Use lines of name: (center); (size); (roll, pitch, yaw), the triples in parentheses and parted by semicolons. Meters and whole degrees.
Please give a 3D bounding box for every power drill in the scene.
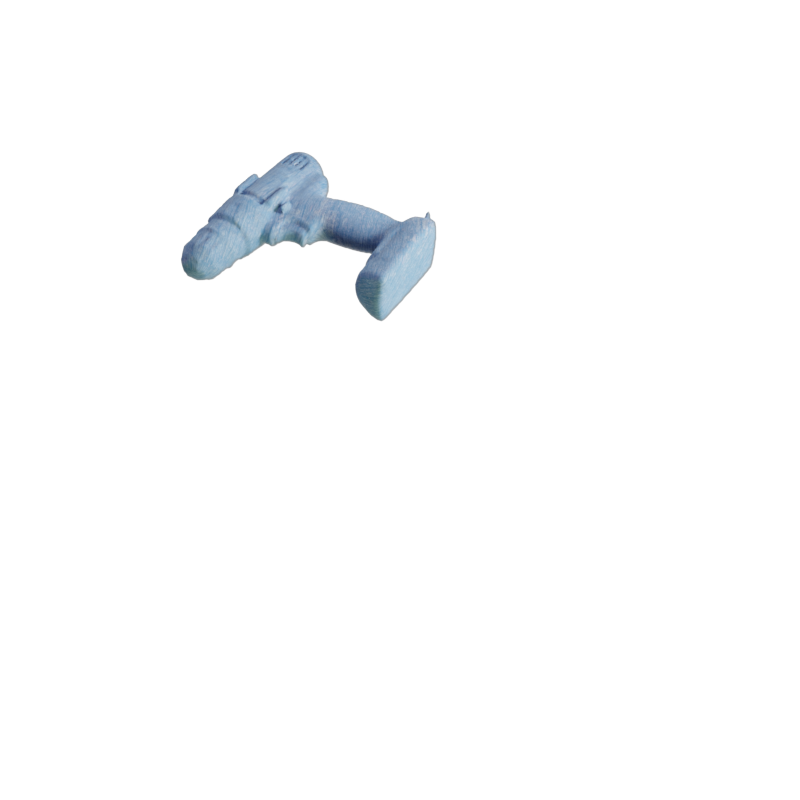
power drill: (-0.077, -0.141, 0.989); (0.197, 0.053, 0.189); (25, 51, 22)
